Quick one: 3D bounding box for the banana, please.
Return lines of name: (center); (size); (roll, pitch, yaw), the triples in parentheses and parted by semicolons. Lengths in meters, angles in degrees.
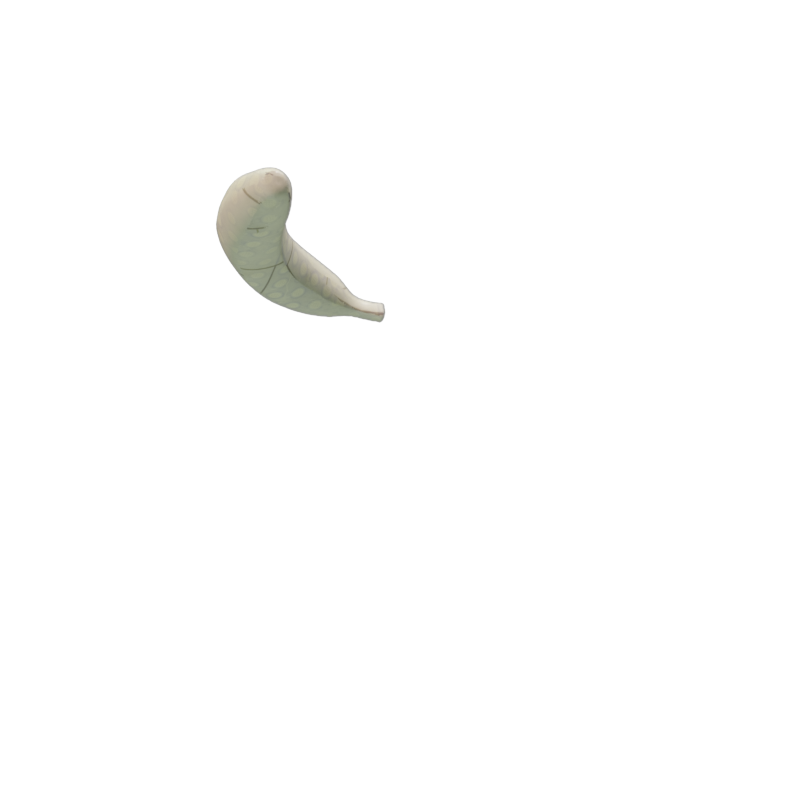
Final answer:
banana: (-0.065, -0.086, 0.625); (0.071, 0.038, 0.186); (-5, -15, 15)
